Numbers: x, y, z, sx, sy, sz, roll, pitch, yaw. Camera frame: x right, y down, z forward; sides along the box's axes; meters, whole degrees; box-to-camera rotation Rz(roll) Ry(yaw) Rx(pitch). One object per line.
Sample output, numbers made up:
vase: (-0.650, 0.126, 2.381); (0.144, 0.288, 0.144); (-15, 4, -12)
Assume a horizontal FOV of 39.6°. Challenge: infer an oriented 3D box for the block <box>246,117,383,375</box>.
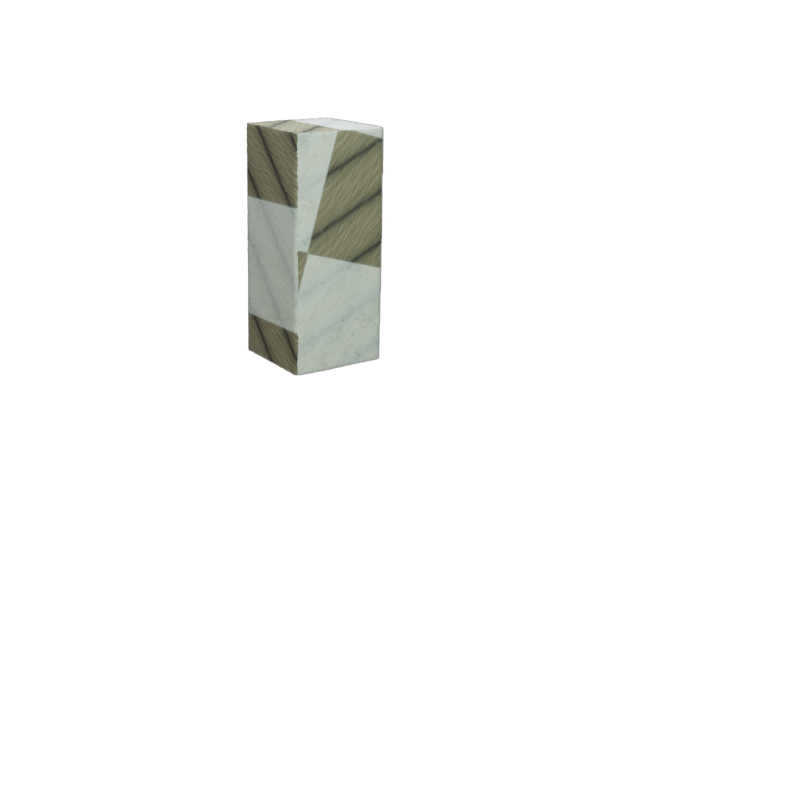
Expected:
block: (-0.075, -0.139, 0.970); (0.088, 0.200, 0.096); (-8, 16, -33)
